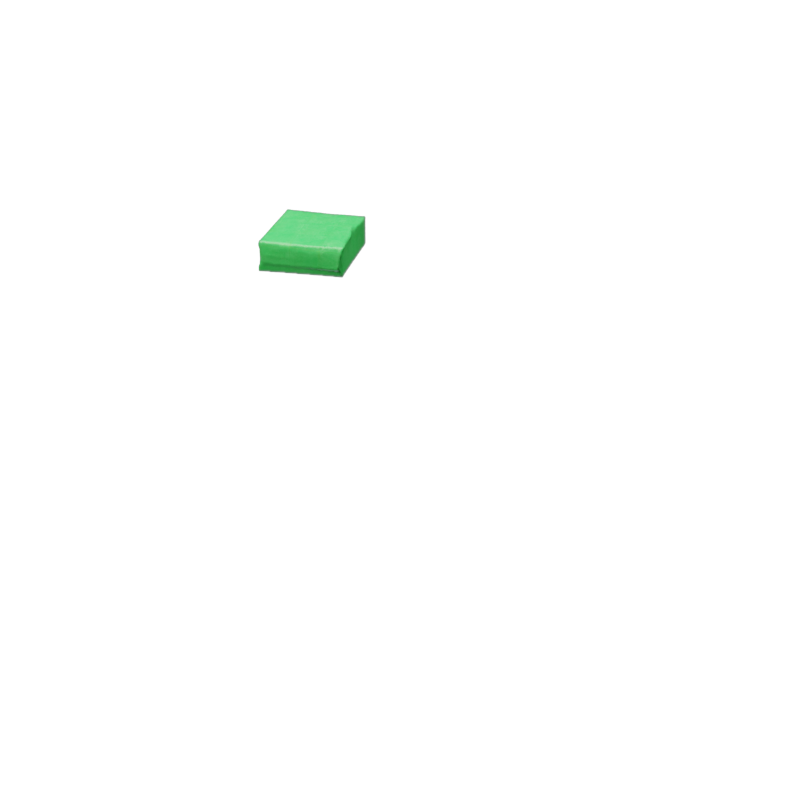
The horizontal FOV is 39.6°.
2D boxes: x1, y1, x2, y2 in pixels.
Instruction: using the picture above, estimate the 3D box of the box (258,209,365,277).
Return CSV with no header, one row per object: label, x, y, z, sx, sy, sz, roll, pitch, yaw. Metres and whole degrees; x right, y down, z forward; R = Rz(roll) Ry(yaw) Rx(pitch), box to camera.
box,-0.074,-0.135,0.948,0.075,0.029,0.092,6,27,12
